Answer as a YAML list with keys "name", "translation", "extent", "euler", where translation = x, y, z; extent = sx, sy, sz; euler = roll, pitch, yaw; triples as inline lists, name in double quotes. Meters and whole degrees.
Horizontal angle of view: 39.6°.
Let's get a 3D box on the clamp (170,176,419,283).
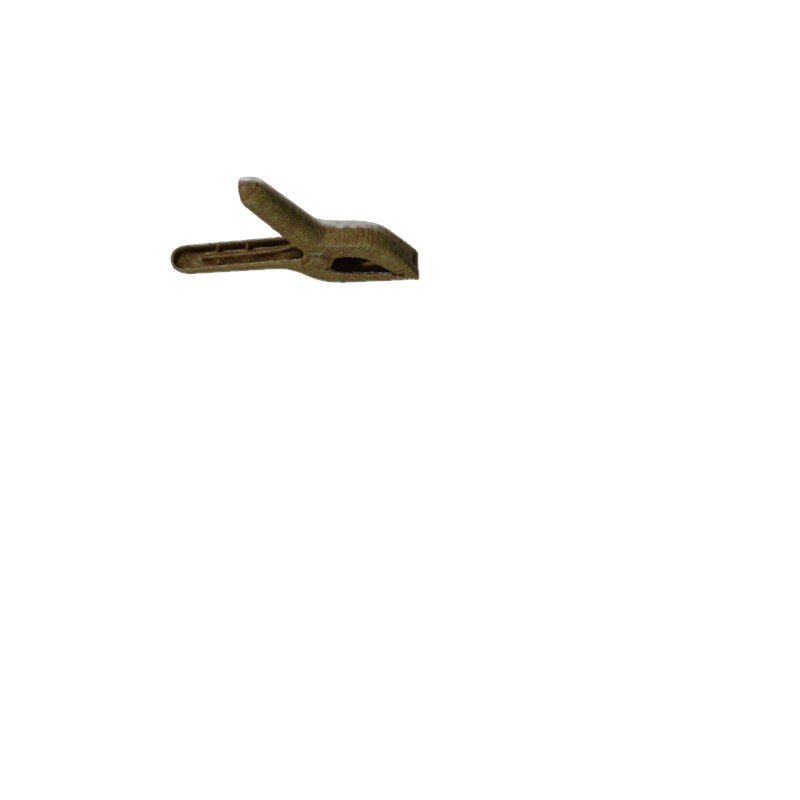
- name: "clamp"
  translation: [-0.073, -0.132, 0.927]
  extent: [0.204, 0.038, 0.162]
  euler: [6, -17, -20]
